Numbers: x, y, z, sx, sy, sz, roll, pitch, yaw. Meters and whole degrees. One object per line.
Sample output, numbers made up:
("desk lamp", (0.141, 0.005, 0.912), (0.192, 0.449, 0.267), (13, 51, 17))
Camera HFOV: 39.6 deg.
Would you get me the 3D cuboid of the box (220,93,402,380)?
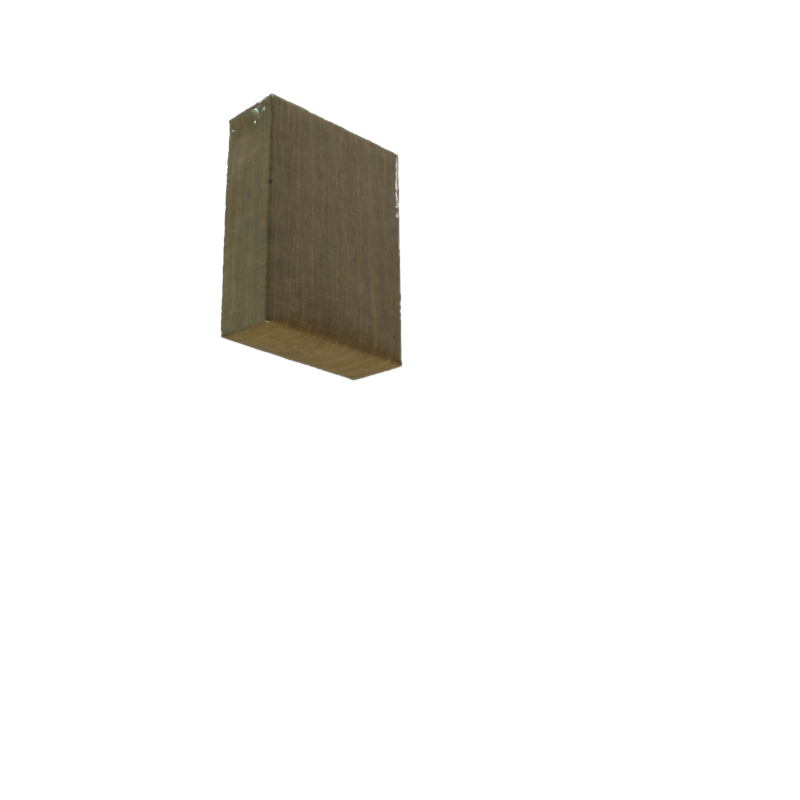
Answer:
("box", (-0.077, -0.141, 0.987), (0.154, 0.225, 0.072), (19, -30, -41))
